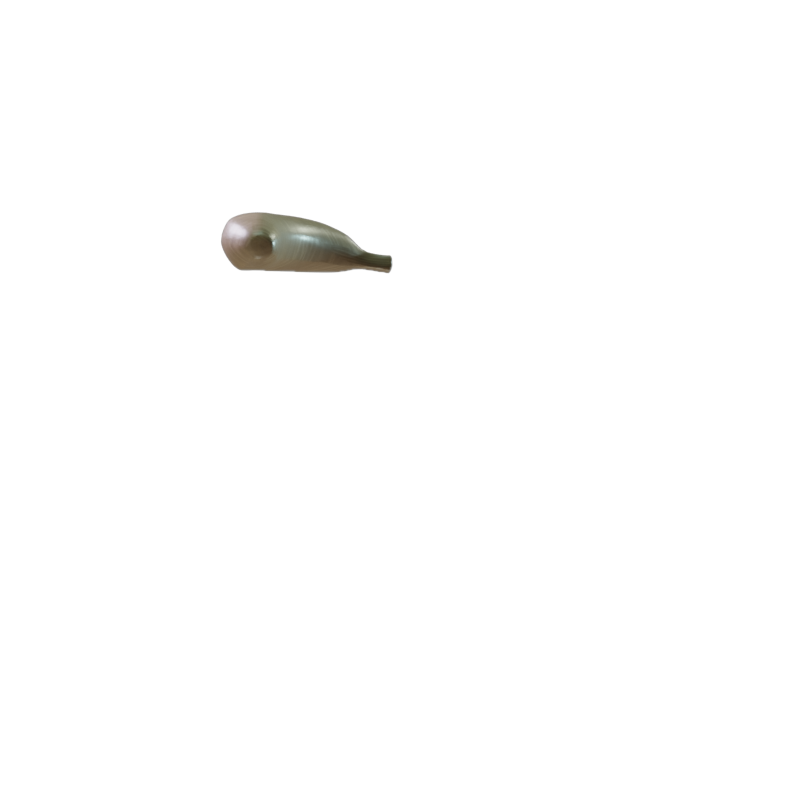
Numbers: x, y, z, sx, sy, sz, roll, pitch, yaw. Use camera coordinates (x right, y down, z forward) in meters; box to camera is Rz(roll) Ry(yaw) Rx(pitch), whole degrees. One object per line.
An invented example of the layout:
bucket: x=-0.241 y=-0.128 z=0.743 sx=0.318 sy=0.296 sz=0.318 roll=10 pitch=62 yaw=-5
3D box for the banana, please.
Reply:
banana: x=-0.069 y=-0.099 z=0.694 sx=0.071 sy=0.037 sz=0.193 roll=2 pitch=6 yaw=21
